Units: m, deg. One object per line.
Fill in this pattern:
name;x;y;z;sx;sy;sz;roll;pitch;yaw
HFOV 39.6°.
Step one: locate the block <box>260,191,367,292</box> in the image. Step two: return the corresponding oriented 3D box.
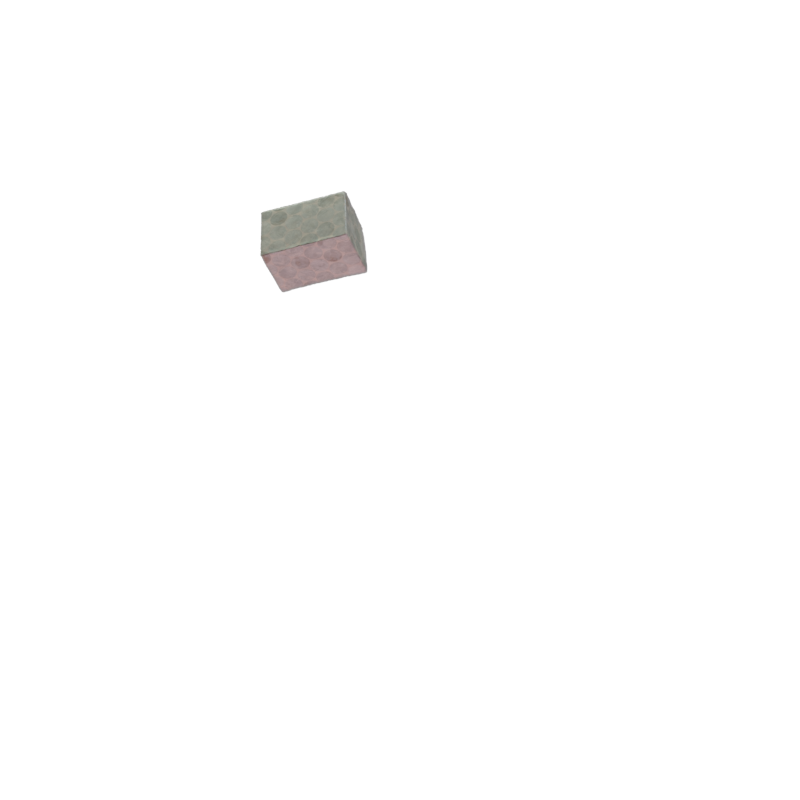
block;-0.073;-0.133;0.929;0.079;0.055;0.049;-12;-39;13
